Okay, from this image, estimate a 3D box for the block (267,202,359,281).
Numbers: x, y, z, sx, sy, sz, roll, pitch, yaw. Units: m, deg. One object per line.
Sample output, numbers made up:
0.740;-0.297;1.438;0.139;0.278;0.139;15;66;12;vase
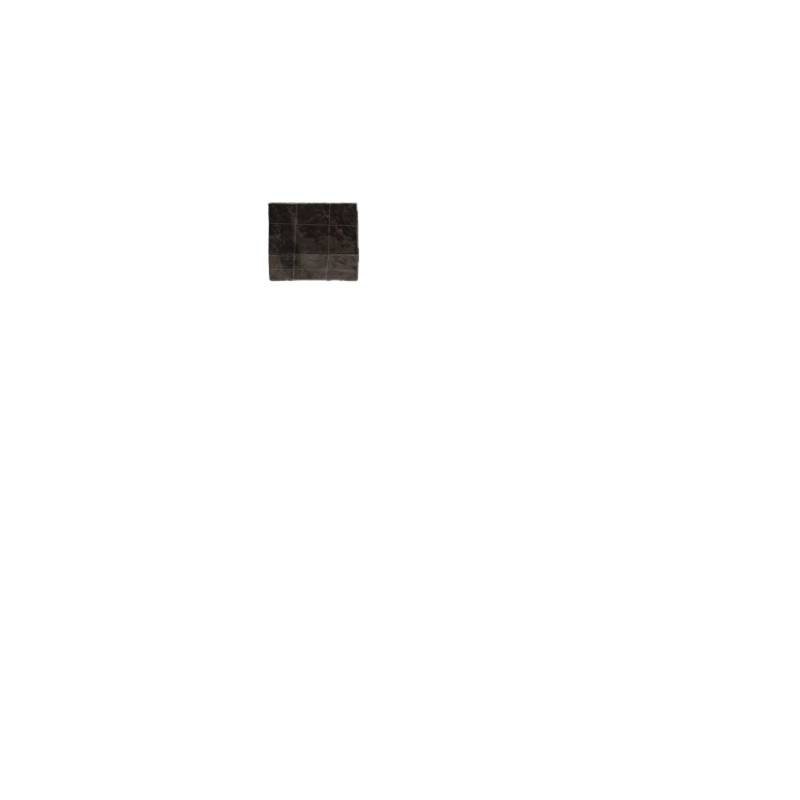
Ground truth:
-0.074;-0.135;0.943;0.078;0.054;0.050;0;-24;-2;block
